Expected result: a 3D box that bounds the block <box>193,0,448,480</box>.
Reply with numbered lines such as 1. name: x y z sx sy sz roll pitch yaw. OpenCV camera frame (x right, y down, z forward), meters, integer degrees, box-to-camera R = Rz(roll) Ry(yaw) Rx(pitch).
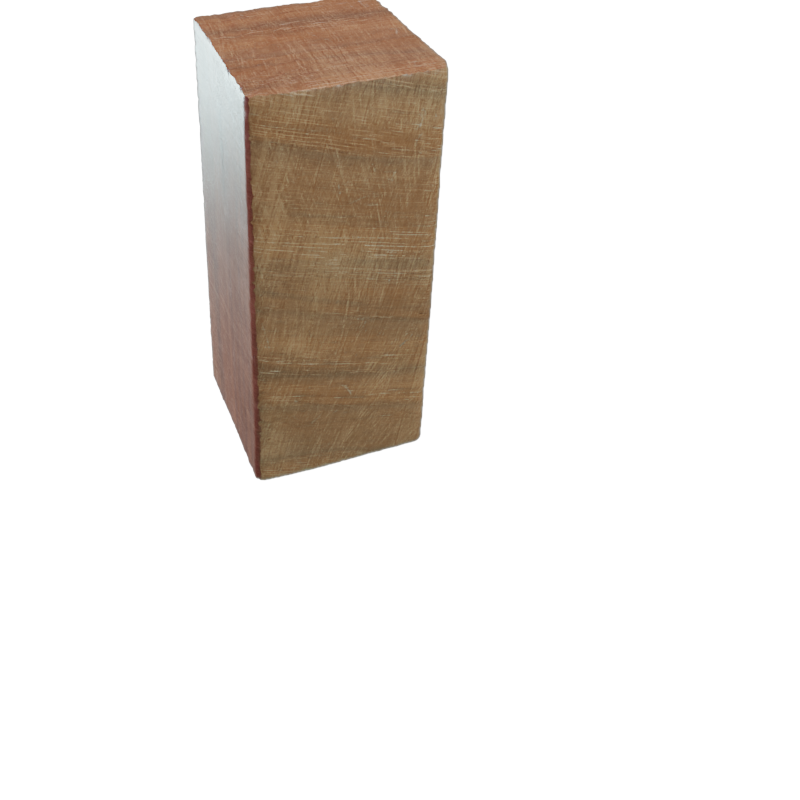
1. block: -0.041 -0.076 0.530 0.089 0.193 0.098 -11 38 -19
